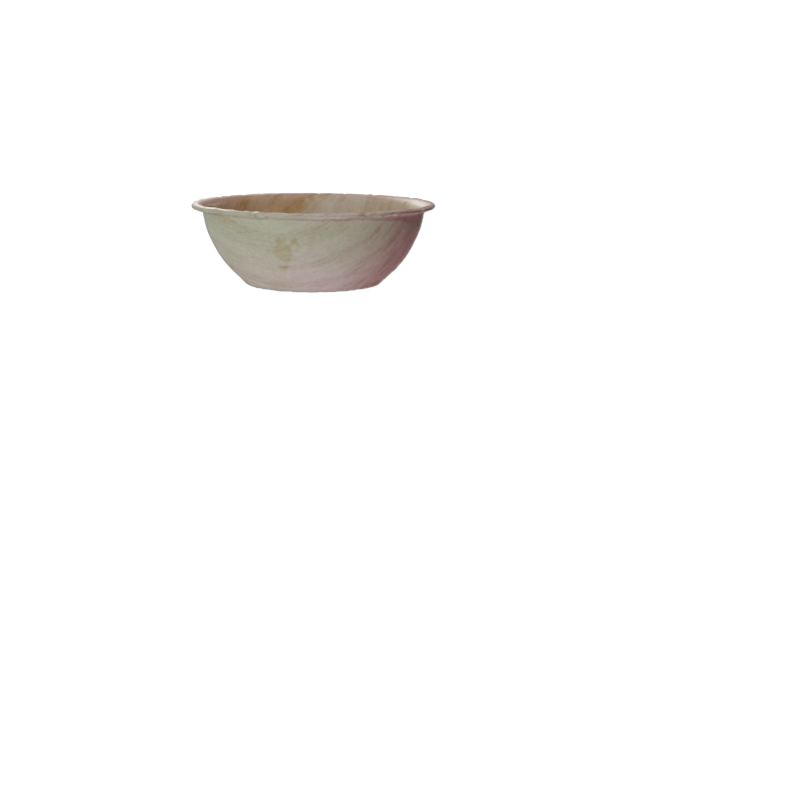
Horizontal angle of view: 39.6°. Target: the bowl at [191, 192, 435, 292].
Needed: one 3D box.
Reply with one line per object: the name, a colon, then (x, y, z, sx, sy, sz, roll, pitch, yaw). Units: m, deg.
bowl: (-0.058, -0.106, 0.739, 0.162, 0.054, 0.166, 0, 13, -2)
